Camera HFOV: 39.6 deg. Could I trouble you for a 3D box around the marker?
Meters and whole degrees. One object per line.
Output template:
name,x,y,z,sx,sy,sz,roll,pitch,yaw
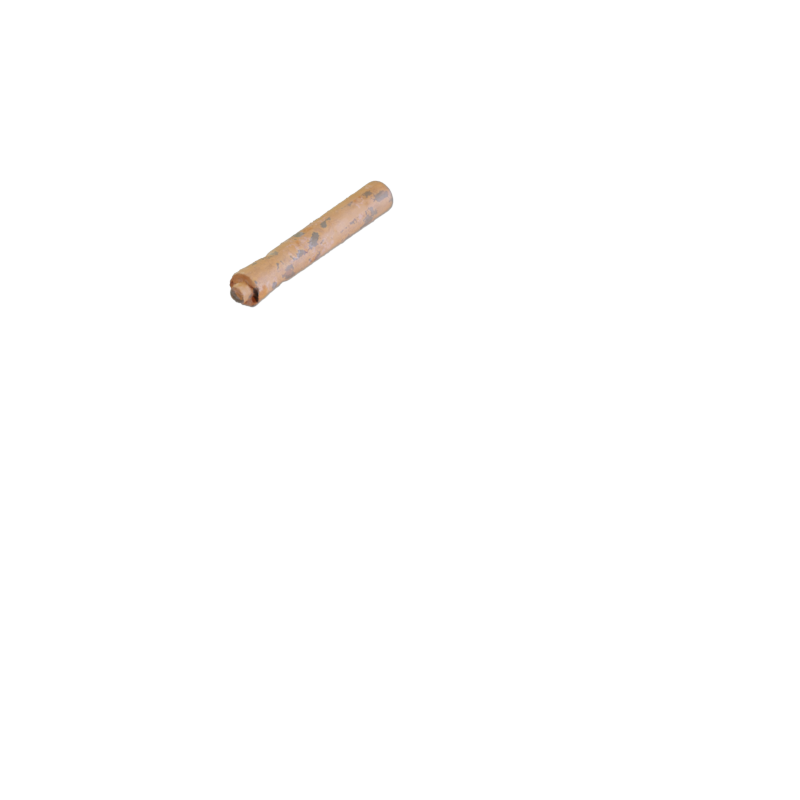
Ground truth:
marker,-0.044,-0.081,0.565,0.021,0.019,0.123,3,32,38
